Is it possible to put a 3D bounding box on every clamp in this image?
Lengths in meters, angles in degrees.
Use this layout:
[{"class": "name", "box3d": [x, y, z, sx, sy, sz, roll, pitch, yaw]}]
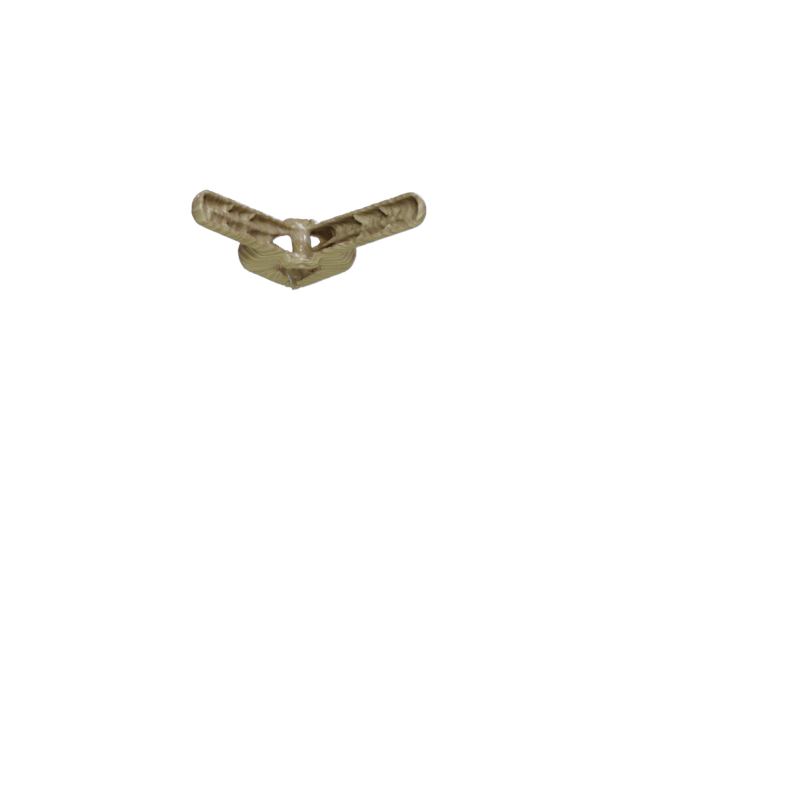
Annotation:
[{"class": "clamp", "box3d": [-0.067, -0.123, 0.858, 0.165, 0.037, 0.204, 0, -8, -1]}]
